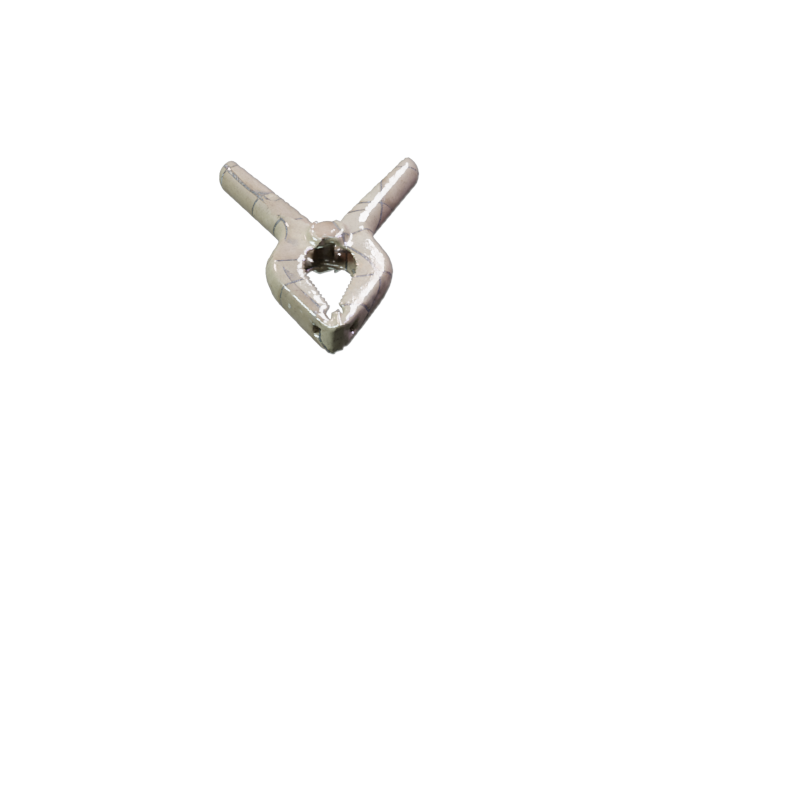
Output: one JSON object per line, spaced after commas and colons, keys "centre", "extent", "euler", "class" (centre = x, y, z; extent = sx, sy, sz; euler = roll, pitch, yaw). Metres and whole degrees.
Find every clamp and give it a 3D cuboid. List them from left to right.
{"centre": [-0.067, -0.122, 0.856], "extent": [0.165, 0.225, 0.034], "euler": [1, -44, 1], "class": "clamp"}
